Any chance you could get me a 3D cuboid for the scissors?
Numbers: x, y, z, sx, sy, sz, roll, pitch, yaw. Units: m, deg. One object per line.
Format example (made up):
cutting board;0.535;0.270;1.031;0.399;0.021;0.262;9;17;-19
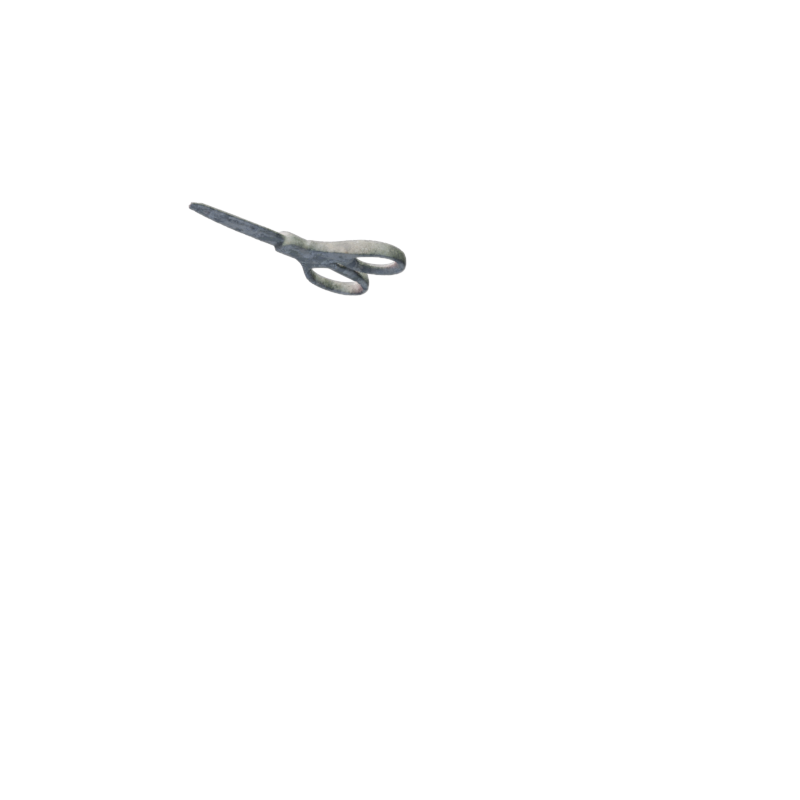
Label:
scissors;-0.068;-0.124;0.872;0.098;0.017;0.188;-10;-21;27
